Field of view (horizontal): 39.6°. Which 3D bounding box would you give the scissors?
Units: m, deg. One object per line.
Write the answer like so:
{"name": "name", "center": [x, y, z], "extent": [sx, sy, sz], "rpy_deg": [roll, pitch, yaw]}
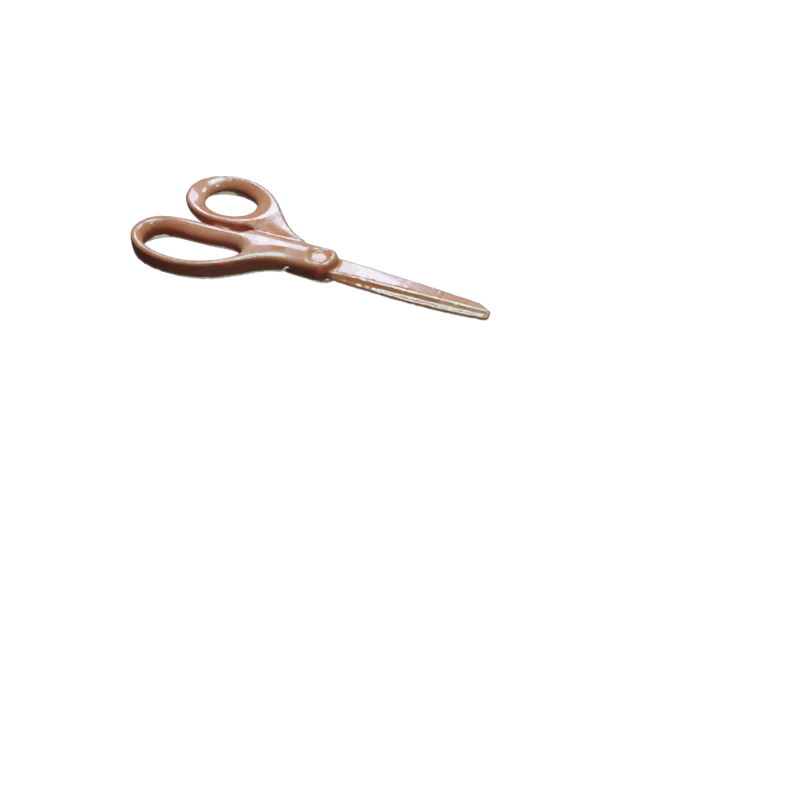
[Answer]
{"name": "scissors", "center": [-0.049, -0.089, 0.620], "extent": [0.204, 0.015, 0.102], "rpy_deg": [7, 43, 8]}
